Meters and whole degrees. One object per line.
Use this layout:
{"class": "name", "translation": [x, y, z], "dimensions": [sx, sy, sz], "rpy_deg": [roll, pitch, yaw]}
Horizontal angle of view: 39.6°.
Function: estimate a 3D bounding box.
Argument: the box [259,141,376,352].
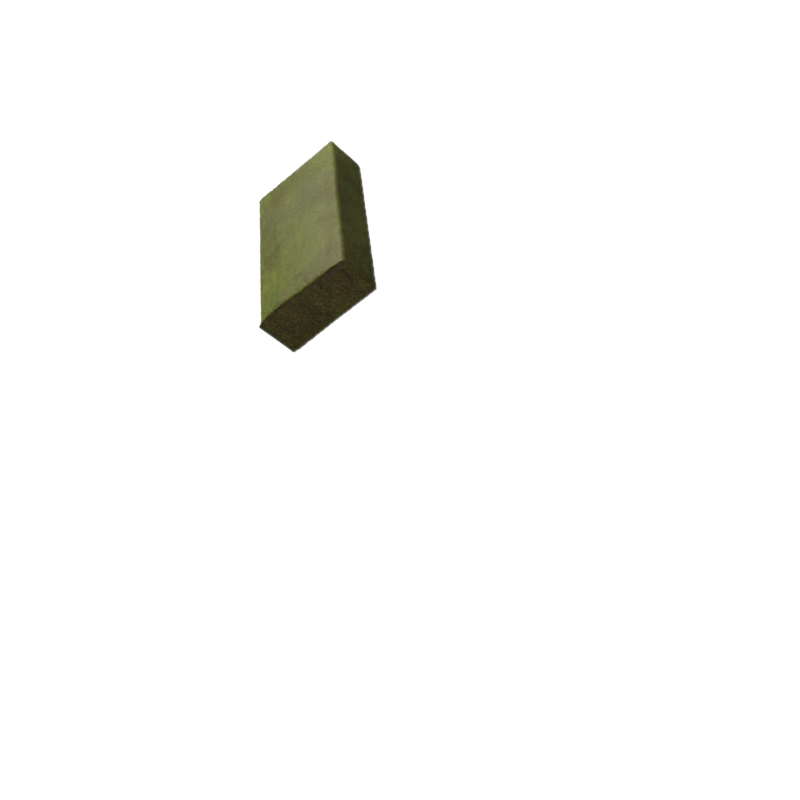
{"class": "box", "translation": [-0.071, -0.130, 0.914], "dimensions": [0.092, 0.189, 0.045], "rpy_deg": [-36, -57, 23]}
